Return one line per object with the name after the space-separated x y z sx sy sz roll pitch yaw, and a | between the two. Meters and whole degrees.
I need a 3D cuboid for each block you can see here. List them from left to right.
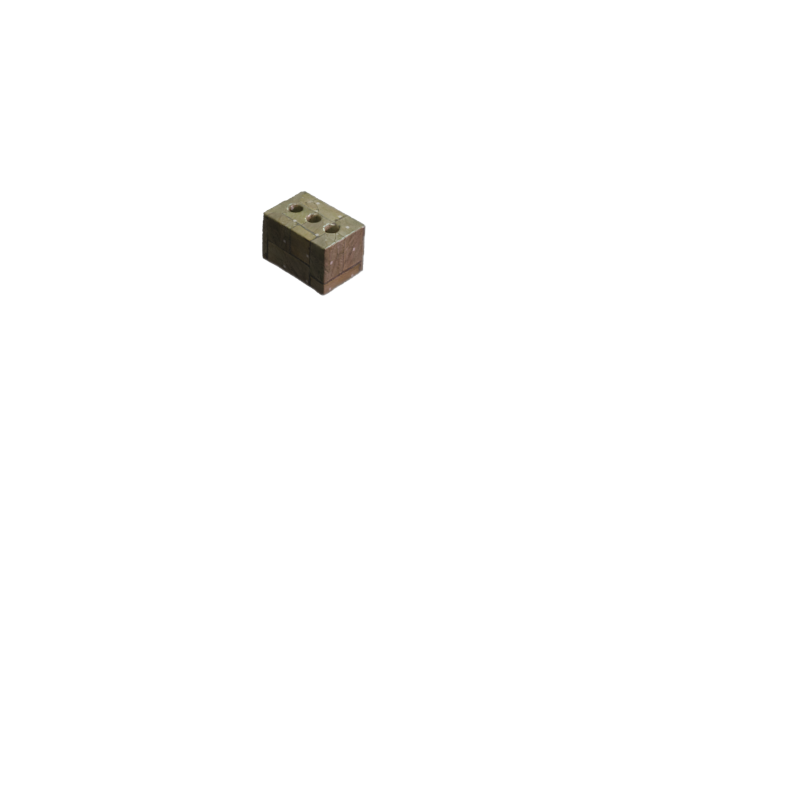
-0.075 -0.137 0.961 0.083 0.048 0.053 32 49 31 | block
